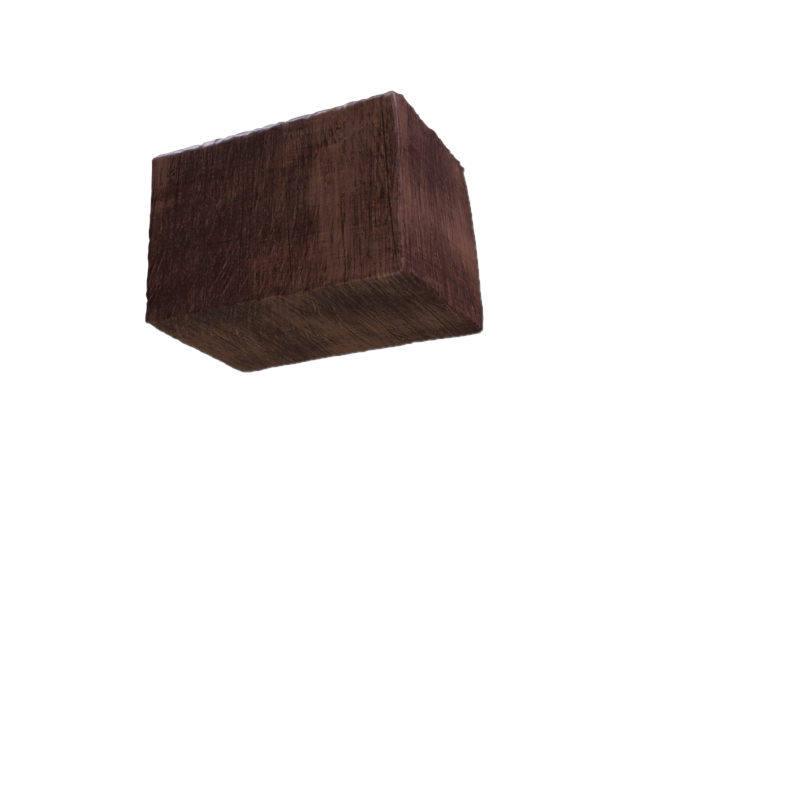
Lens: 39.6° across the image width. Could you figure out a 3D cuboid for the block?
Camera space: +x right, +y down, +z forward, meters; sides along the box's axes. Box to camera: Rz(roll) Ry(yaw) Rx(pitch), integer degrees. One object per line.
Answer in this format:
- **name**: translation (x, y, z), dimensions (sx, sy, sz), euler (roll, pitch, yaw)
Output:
- **block**: translation (-0.024, -0.043, 0.304), dimensions (0.079, 0.054, 0.049), euler (-9, -21, 24)
